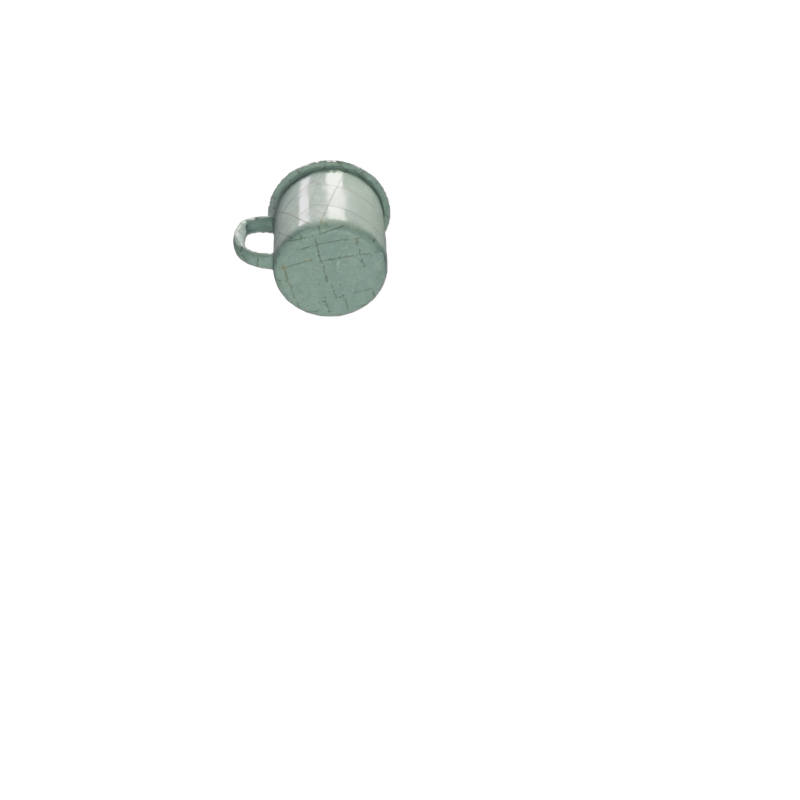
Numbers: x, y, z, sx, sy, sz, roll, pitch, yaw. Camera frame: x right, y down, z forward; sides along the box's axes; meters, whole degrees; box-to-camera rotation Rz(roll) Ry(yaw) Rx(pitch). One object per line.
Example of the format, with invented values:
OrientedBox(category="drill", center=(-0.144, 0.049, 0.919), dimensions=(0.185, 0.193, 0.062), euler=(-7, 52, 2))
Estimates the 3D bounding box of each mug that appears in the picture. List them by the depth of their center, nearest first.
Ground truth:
OrientedBox(category="mug", center=(-0.063, -0.115, 0.809), dimensions=(0.117, 0.087, 0.087), euler=(2, 37, -3))
